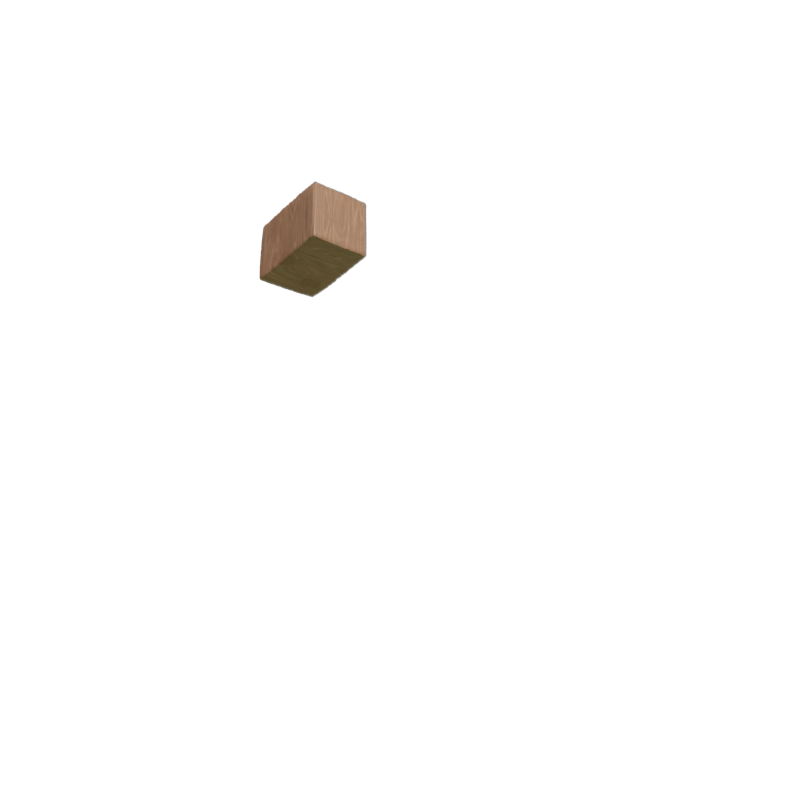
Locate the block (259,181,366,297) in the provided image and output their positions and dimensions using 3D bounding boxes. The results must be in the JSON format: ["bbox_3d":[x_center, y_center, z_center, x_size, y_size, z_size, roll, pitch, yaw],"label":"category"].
[{"bbox_3d":[-0.069,-0.126,0.881,0.050,0.055,0.077,21,-36,-32],"label":"block"}]
